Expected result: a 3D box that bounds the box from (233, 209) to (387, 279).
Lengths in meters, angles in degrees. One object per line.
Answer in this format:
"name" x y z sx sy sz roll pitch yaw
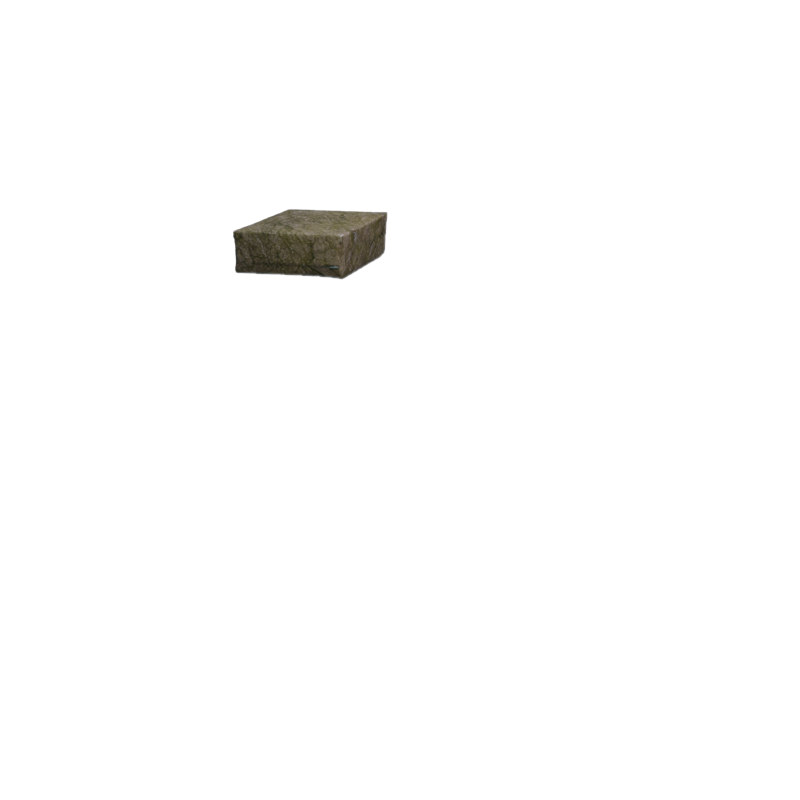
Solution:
"box" -0.069 -0.125 0.878 0.092 0.038 0.114 5 17 18
